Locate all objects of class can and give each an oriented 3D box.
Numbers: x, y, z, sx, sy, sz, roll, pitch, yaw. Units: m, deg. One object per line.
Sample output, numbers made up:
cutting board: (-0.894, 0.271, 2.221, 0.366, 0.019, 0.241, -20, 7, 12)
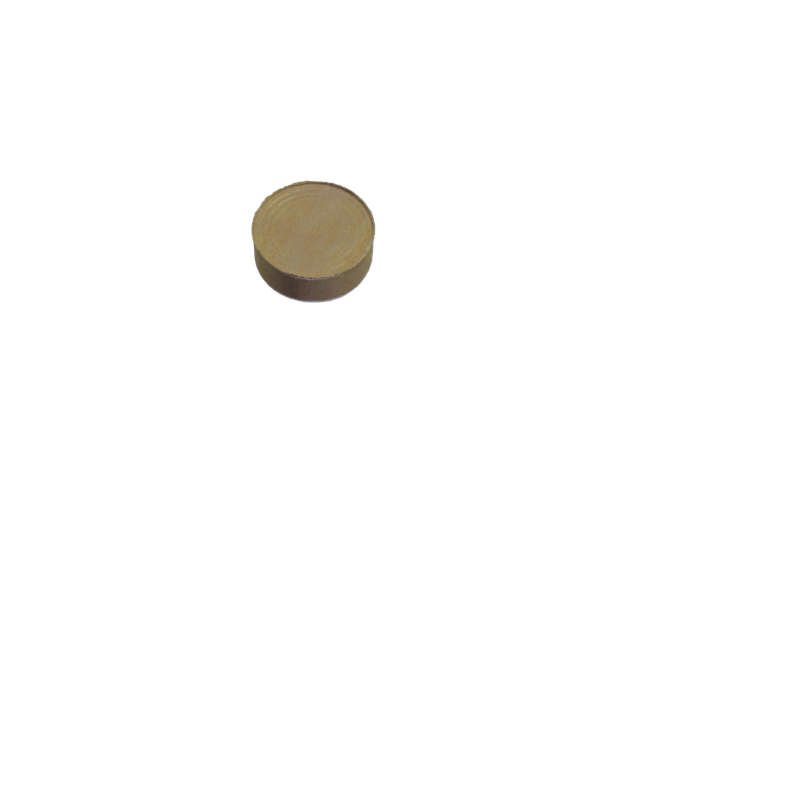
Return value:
can: (-0.061, -0.111, 0.777, 0.086, 0.092, 0.031, -1, -34, -1)
